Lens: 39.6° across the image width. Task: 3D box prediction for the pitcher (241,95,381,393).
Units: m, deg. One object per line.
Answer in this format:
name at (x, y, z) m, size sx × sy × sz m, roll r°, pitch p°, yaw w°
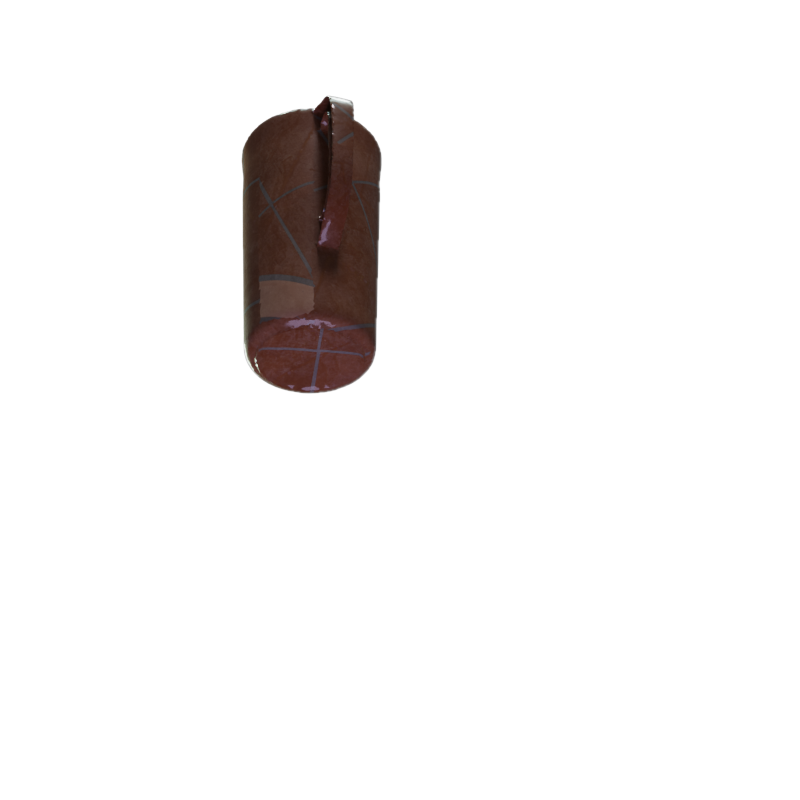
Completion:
pitcher at (-0.076, -0.138, 0.968) m, size 0.146 × 0.261 × 0.138 m, roll -19°, pitch -42°, yaw 19°
